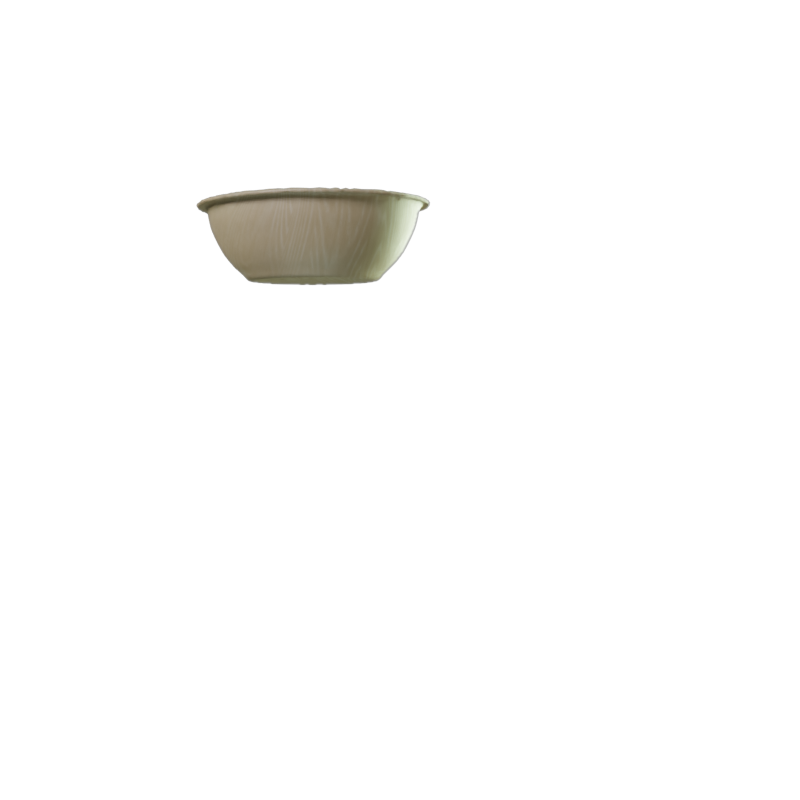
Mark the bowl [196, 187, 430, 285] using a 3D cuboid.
[{"bbox_3d":[-0.060,-0.110,0.768,0.162,0.055,0.162,0,2,-2],"label":"bowl"}]
